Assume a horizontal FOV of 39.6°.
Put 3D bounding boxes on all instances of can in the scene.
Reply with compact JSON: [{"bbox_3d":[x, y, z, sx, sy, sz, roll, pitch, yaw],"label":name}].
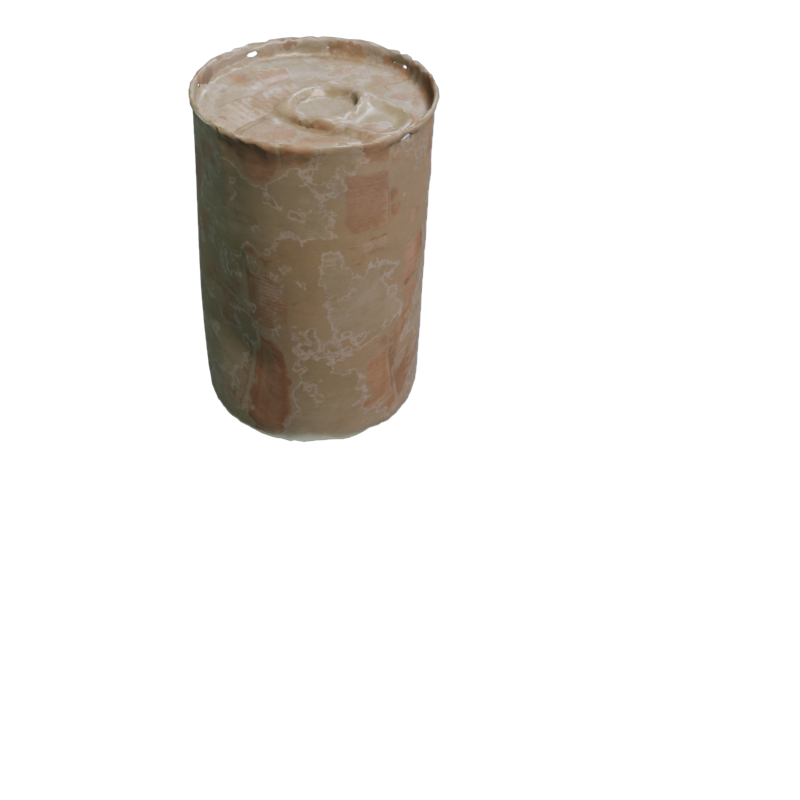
[{"bbox_3d":[-0.026,-0.047,0.328,0.068,0.096,0.073,0,37,-3],"label":"can"}]
